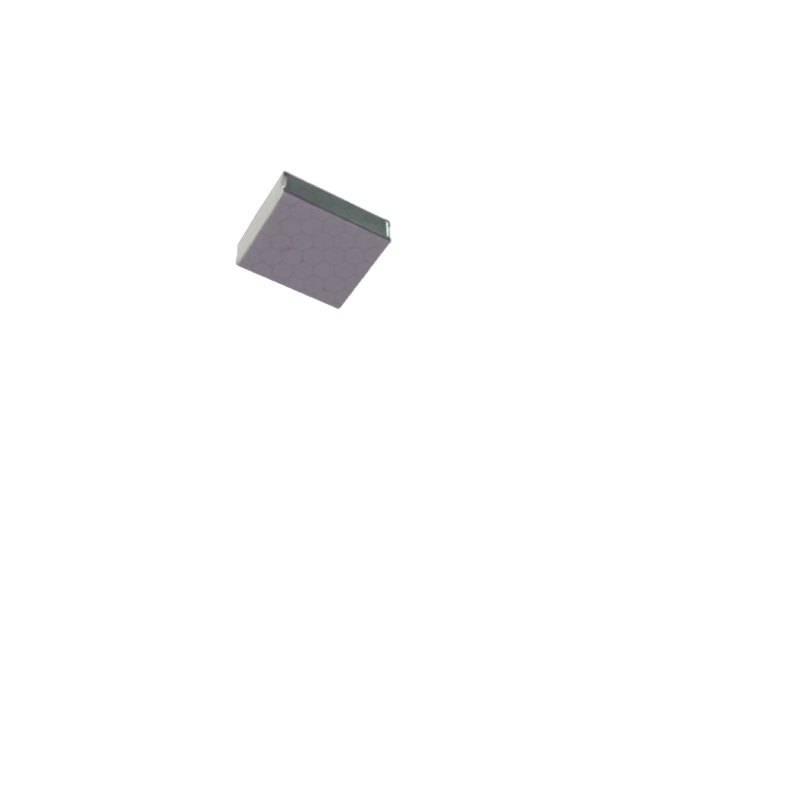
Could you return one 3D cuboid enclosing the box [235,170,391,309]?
[{"bbox_3d":[-0.062,-0.113,0.791,0.086,0.071,0.032,24,35,-19],"label":"box"}]
